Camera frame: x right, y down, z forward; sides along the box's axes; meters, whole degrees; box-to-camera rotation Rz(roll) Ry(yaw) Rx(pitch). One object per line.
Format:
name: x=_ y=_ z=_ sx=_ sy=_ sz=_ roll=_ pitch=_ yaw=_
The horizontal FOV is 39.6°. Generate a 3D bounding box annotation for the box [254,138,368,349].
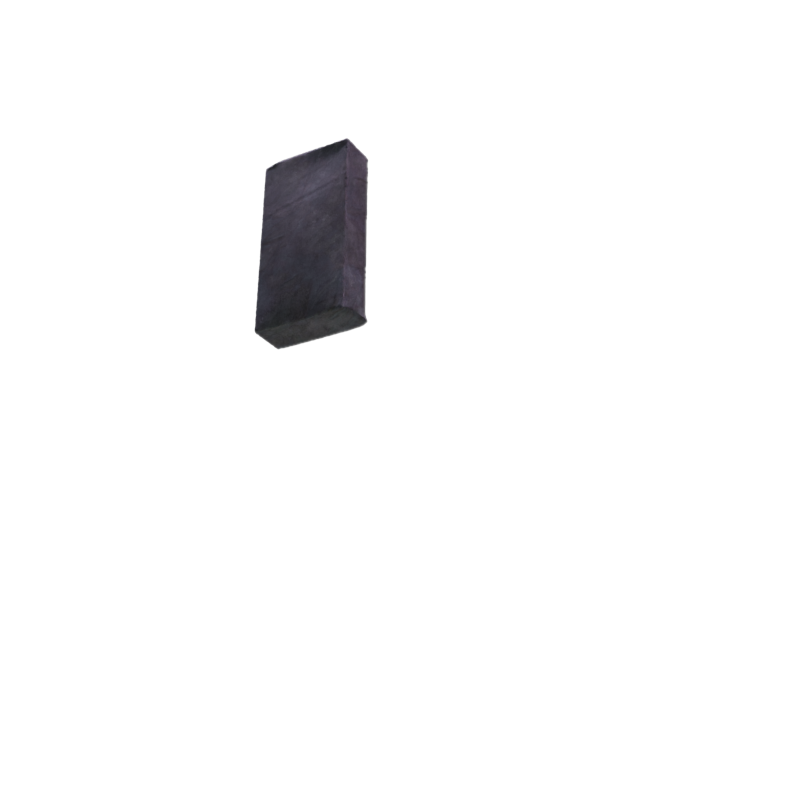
box: x=-0.077 y=-0.140 z=0.982 sx=0.094 sy=0.187 sz=0.045 roll=-16 pitch=-31 yaw=25
